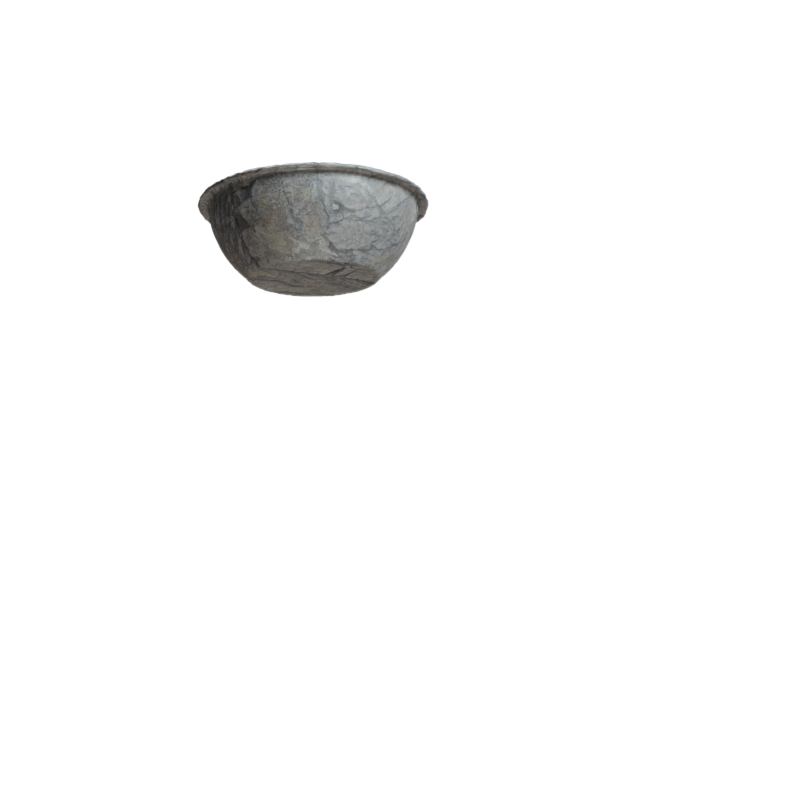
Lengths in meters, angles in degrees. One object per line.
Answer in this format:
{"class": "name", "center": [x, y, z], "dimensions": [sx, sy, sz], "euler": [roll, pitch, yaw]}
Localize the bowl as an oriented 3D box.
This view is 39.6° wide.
{"class": "bowl", "center": [-0.060, -0.110, 0.770], "dimensions": [0.162, 0.057, 0.157], "euler": [0, -12, -2]}
